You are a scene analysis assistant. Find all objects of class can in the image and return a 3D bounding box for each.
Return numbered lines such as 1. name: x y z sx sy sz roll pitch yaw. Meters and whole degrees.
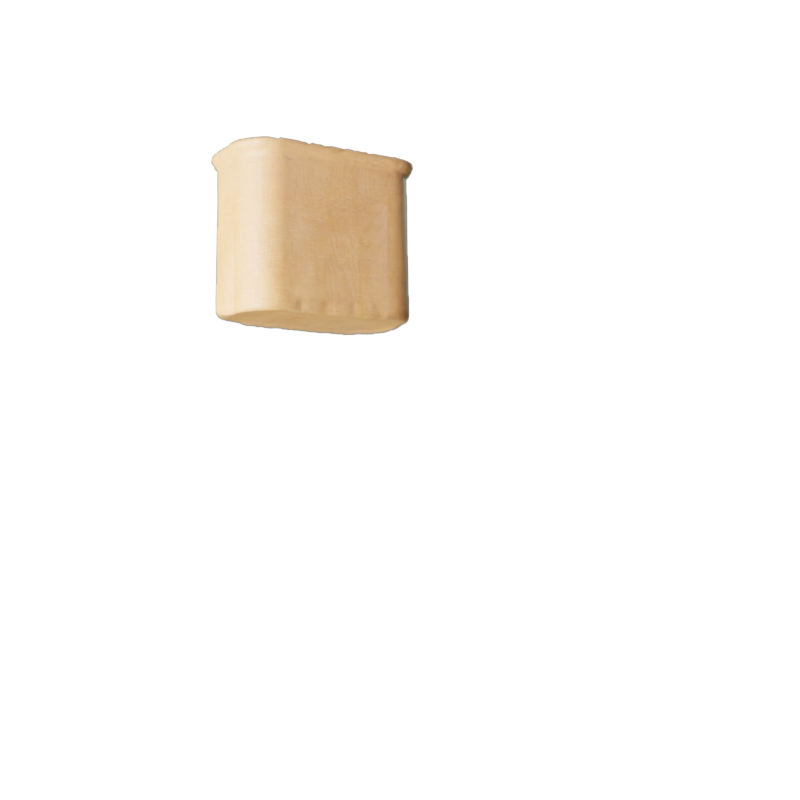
1. can: -0.044 -0.080 0.558 0.098 0.086 0.058 5 -12 -31
